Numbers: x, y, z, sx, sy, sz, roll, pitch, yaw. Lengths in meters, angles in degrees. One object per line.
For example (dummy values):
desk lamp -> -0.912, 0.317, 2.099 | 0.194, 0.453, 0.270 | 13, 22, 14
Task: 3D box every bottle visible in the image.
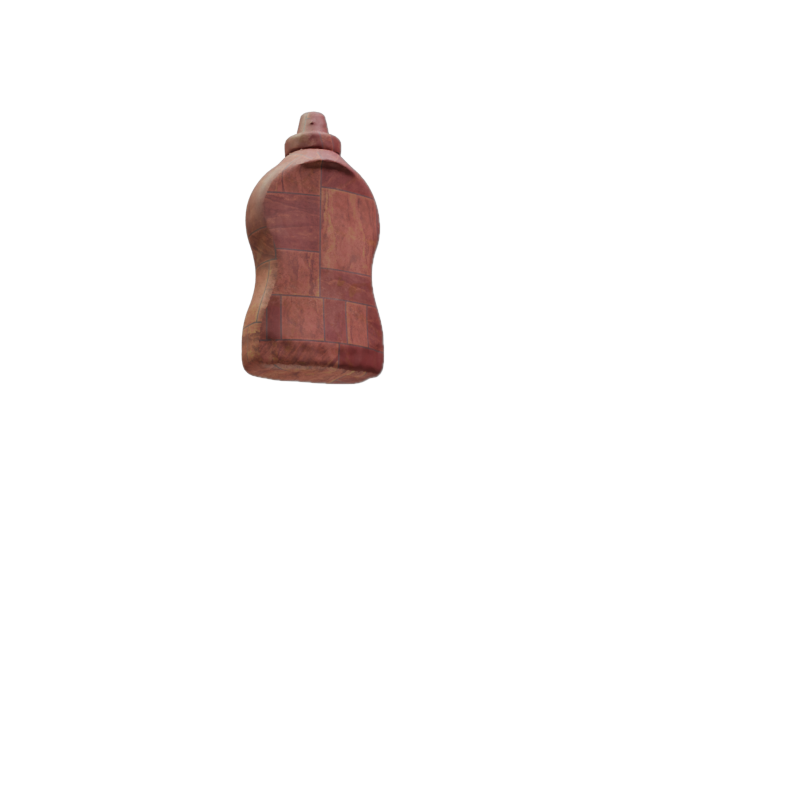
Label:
bottle -> -0.061, -0.111, 0.775 | 0.093, 0.199, 0.058 | 5, -17, -22
